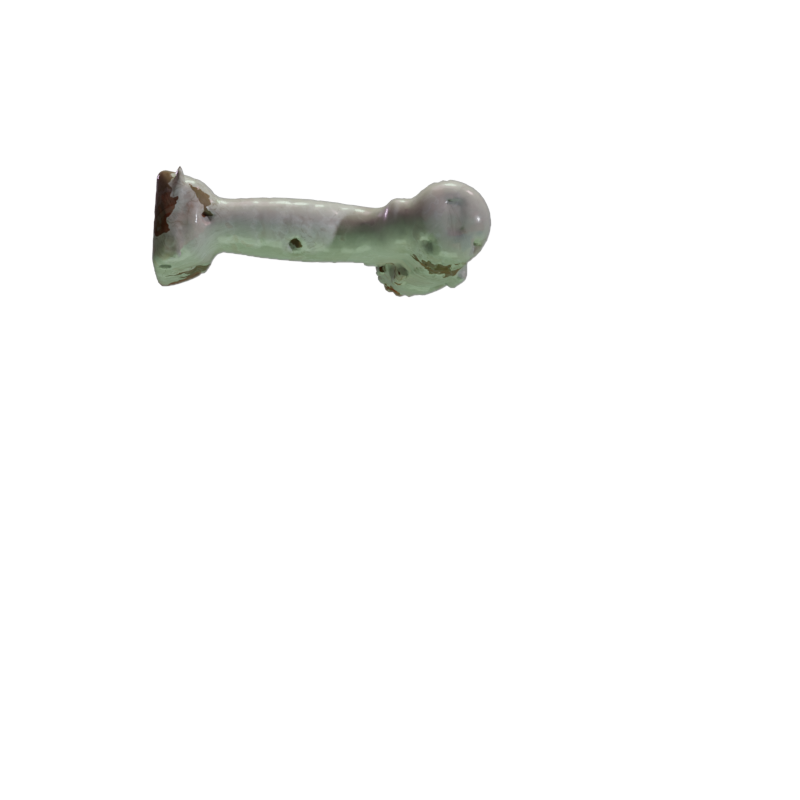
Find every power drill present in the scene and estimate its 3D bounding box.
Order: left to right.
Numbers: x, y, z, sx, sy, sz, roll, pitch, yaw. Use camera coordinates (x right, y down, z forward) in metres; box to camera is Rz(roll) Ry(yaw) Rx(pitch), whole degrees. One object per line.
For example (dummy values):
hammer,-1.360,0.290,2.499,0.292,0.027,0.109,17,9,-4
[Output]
power drill,-0.052,-0.095,0.664,0.186,0.059,0.182,1,-5,-7
